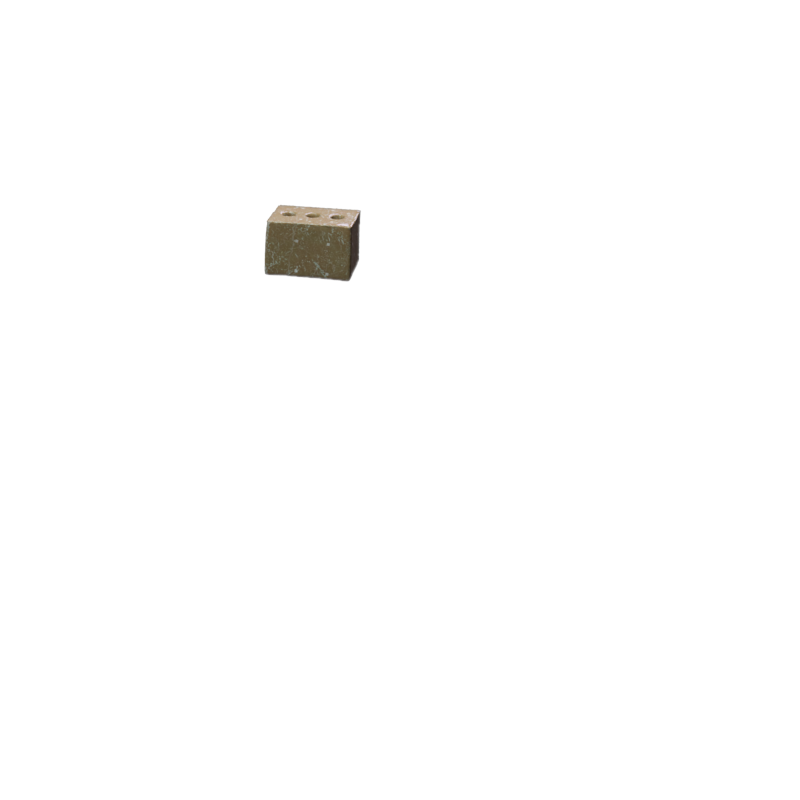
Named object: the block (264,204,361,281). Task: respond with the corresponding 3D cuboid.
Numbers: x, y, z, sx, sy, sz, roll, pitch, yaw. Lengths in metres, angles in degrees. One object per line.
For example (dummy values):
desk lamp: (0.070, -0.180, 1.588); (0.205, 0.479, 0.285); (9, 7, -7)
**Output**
block: (-0.077, -0.141, 0.987); (0.079, 0.049, 0.055); (5, 24, 9)
